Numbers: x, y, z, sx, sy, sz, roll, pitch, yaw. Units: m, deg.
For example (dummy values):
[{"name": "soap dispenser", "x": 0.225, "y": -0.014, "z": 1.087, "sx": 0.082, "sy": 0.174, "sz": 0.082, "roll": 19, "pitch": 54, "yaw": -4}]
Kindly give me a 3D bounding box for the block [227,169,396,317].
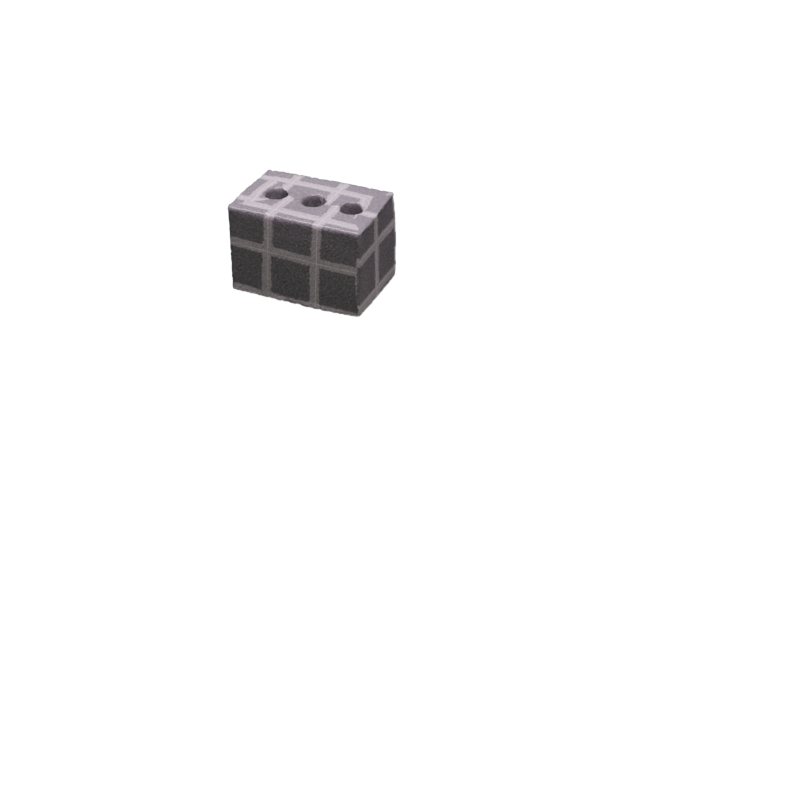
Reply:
[{"name": "block", "x": -0.047, "y": -0.085, "z": 0.598, "sx": 0.081, "sy": 0.048, "sz": 0.054, "roll": 13, "pitch": 34, "yaw": 18}]
